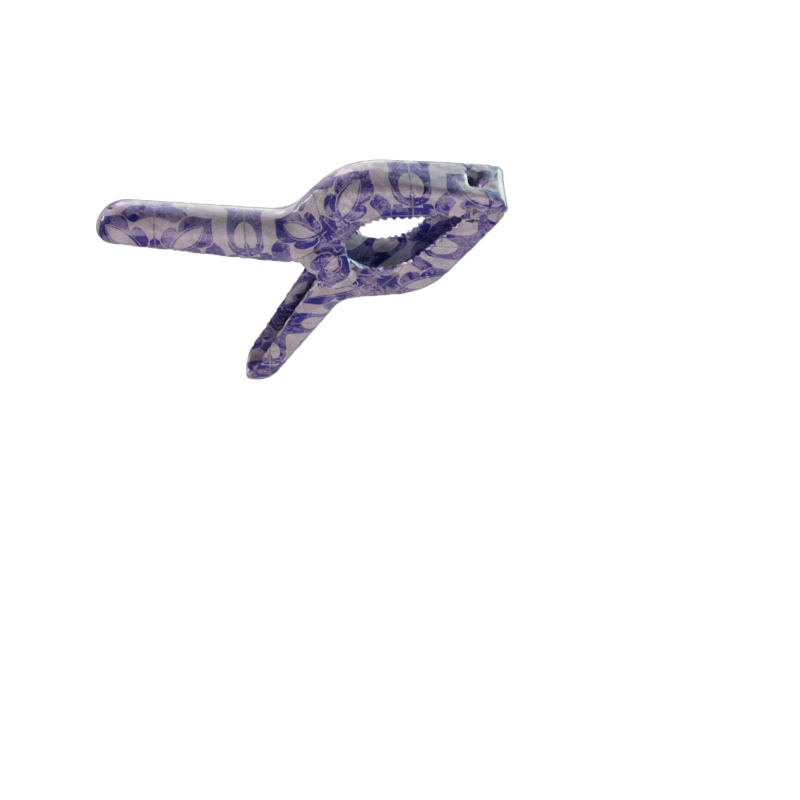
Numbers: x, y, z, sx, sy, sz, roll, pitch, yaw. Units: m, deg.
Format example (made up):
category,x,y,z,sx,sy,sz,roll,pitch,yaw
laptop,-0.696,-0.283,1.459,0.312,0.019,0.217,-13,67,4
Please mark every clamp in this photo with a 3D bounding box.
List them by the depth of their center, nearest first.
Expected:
category,x,y,z,sx,sy,sz,roll,pitch,yaw
clamp,-0.047,-0.086,0.600,0.211,0.039,0.152,-21,-40,27
